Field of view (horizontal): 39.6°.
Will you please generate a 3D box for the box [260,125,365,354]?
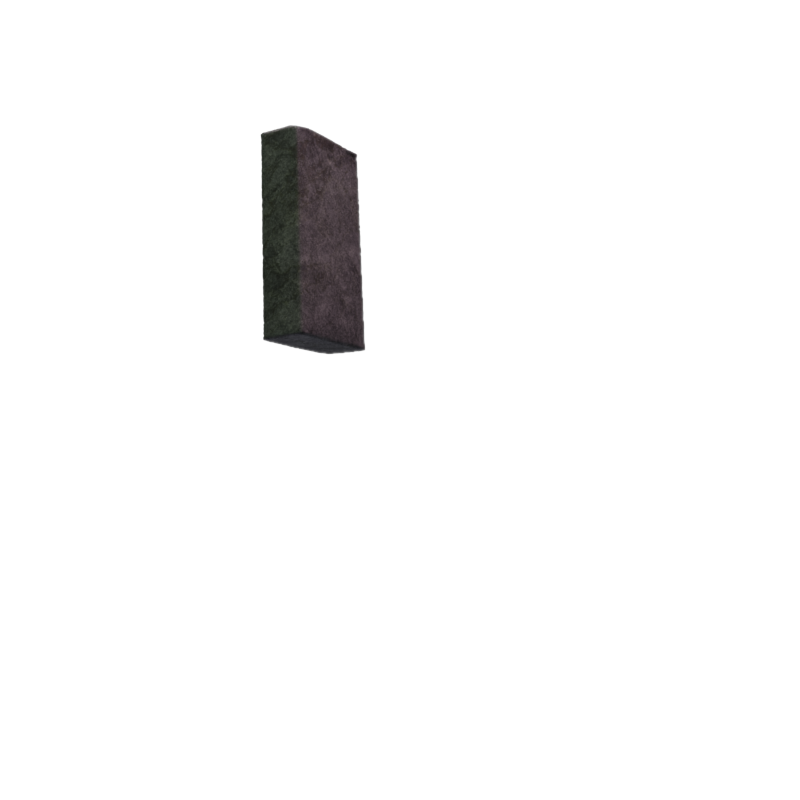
[{"bbox_3d":[-0.072,-0.131,0.916,0.049,0.182,0.088,-10,-16,31],"label":"box"}]
